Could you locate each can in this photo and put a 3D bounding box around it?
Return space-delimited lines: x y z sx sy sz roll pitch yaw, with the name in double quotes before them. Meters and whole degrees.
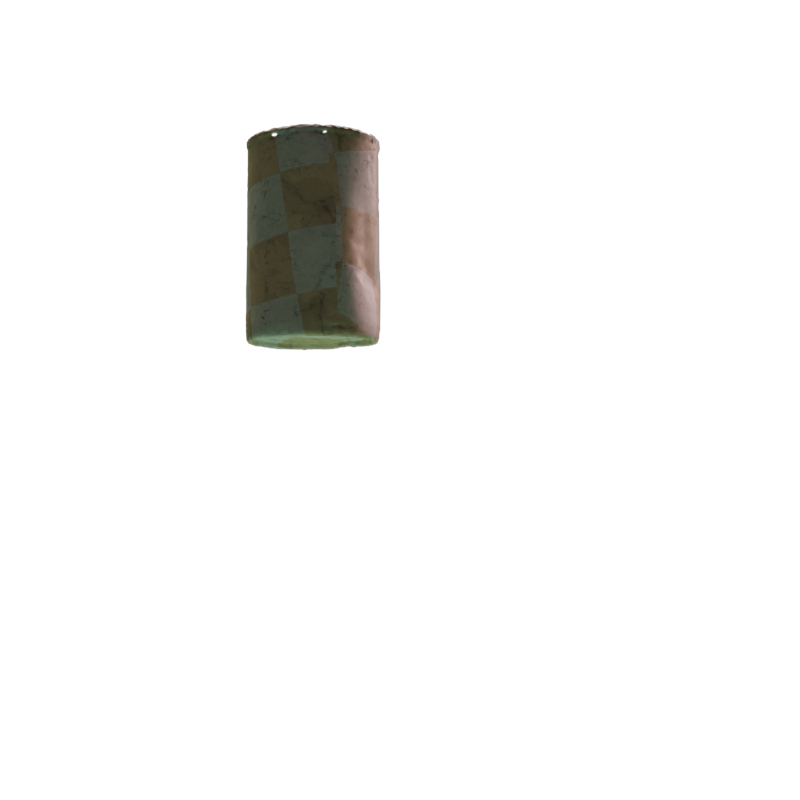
"can" -0.043 -0.079 0.555 0.068 0.105 0.067 0 -9 -2
